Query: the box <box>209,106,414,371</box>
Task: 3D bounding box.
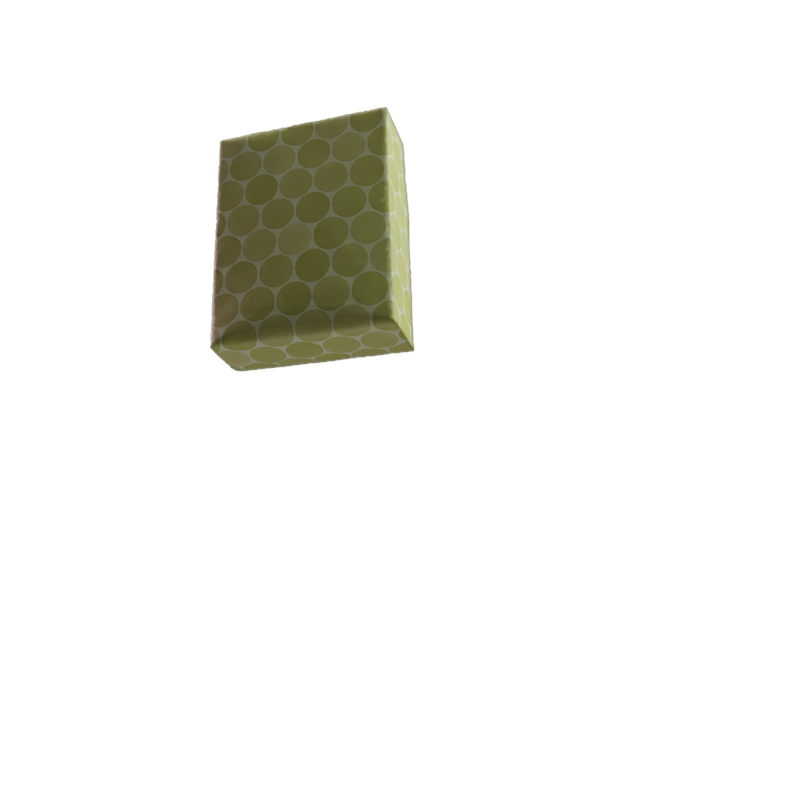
[{"bbox_3d":[-0.077,-0.140,0.980,0.166,0.227,0.067,-9,-28,15],"label":"box"}]
